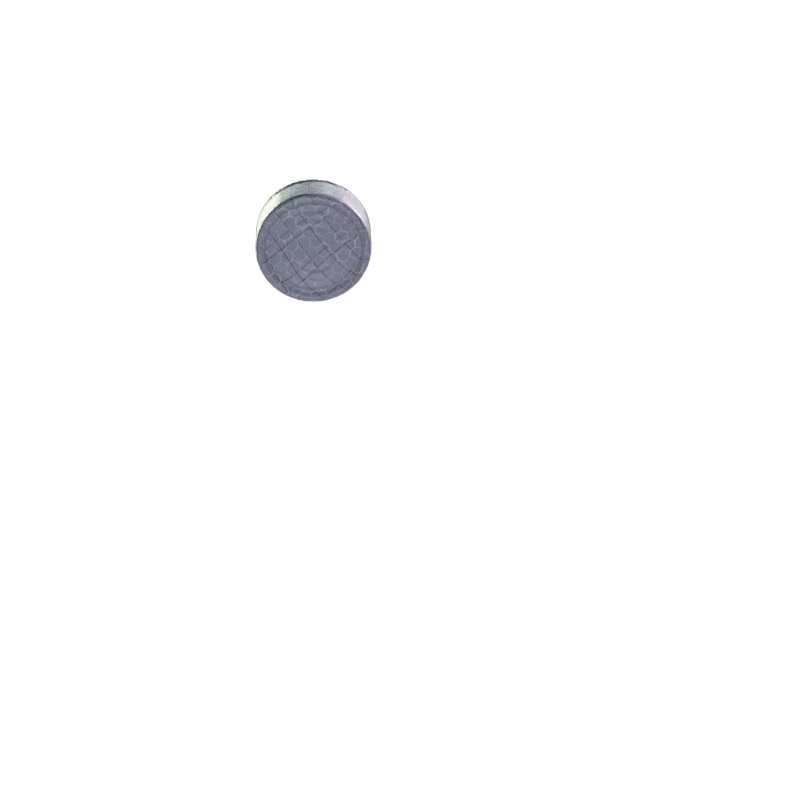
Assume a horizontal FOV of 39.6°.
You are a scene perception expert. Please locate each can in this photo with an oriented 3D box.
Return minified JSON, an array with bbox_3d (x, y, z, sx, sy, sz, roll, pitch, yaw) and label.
[{"bbox_3d":[-0.063,-0.116,0.811,0.086,0.081,0.035,1,25,-1],"label":"can"}]
